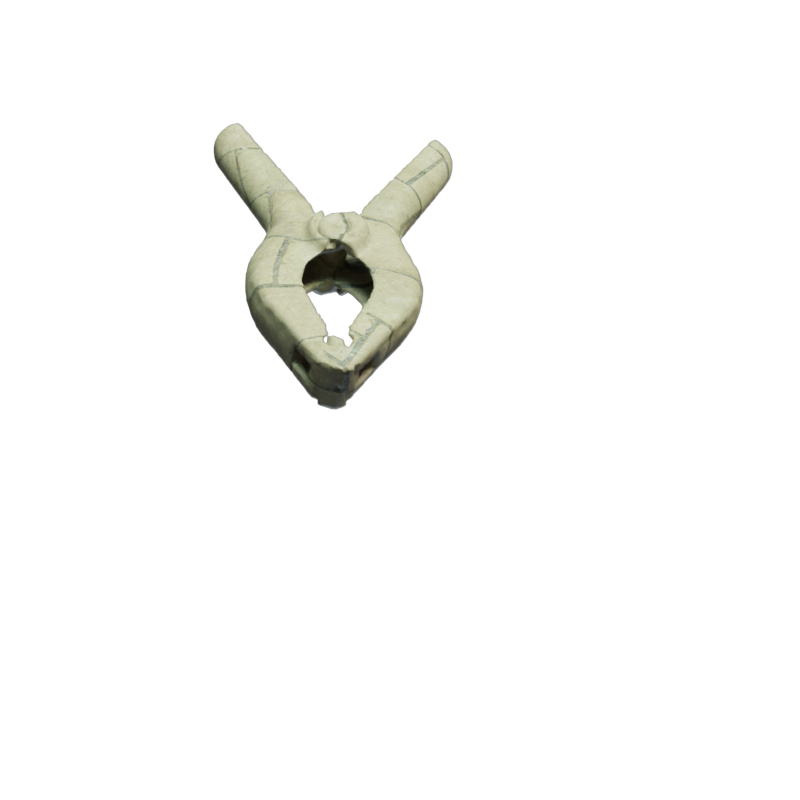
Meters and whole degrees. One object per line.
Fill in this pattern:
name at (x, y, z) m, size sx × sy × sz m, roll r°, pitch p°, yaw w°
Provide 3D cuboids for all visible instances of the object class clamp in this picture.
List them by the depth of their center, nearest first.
clamp at (-0.040, -0.074, 0.515) m, size 0.121 × 0.036 × 0.182 m, roll 5°, pitch 44°, yaw 5°
